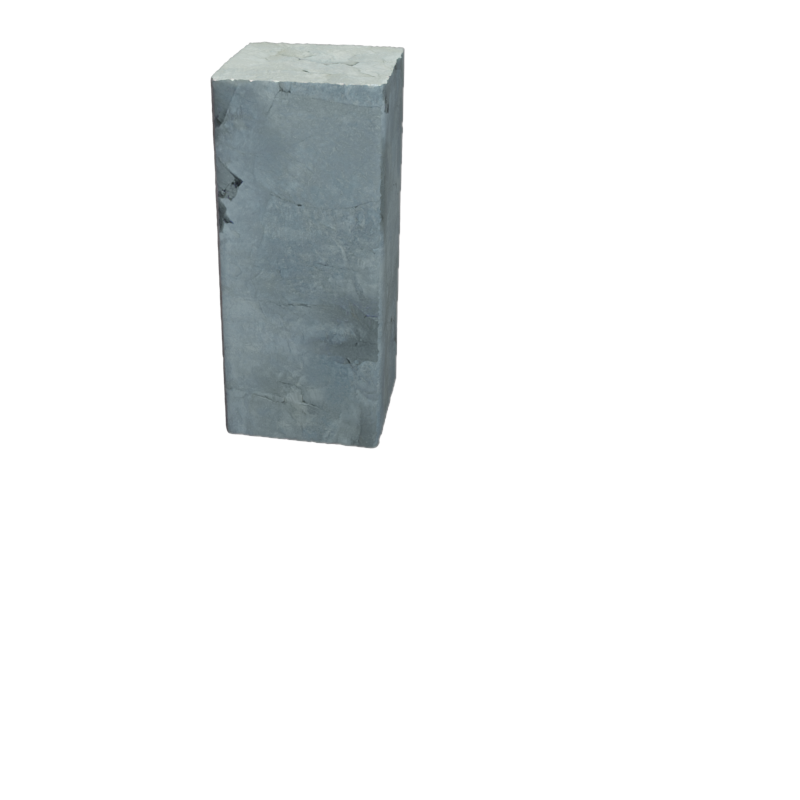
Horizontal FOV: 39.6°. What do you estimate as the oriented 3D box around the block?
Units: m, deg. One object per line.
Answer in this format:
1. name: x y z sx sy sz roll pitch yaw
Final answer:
1. block: -0.049 -0.088 0.620 0.092 0.196 0.094 5 25 7
